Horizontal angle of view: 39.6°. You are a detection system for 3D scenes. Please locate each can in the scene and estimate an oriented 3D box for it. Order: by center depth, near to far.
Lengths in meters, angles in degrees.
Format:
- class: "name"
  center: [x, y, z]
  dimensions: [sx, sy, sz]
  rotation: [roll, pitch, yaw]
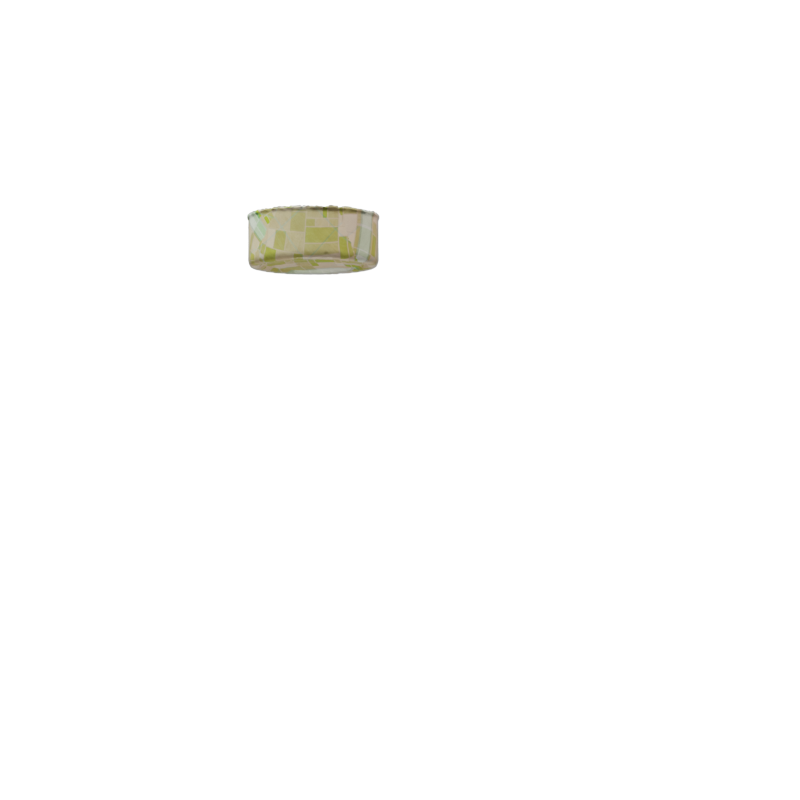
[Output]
- class: "can"
  center: [-0.056, -0.102, 0.718]
  dimensions: [0.086, 0.034, 0.085]
  rotation: [0, -2, -2]
